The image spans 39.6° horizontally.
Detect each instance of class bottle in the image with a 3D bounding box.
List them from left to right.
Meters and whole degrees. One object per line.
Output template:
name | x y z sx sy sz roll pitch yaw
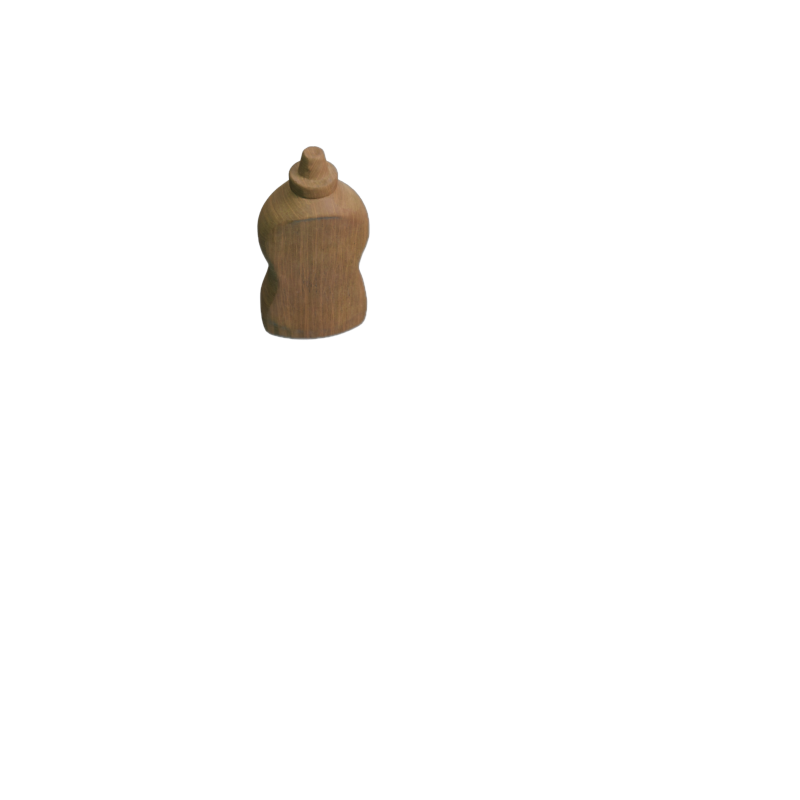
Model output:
bottle | -0.075 -0.137 0.959 0.095 0.063 0.179 -4 -44 -7
